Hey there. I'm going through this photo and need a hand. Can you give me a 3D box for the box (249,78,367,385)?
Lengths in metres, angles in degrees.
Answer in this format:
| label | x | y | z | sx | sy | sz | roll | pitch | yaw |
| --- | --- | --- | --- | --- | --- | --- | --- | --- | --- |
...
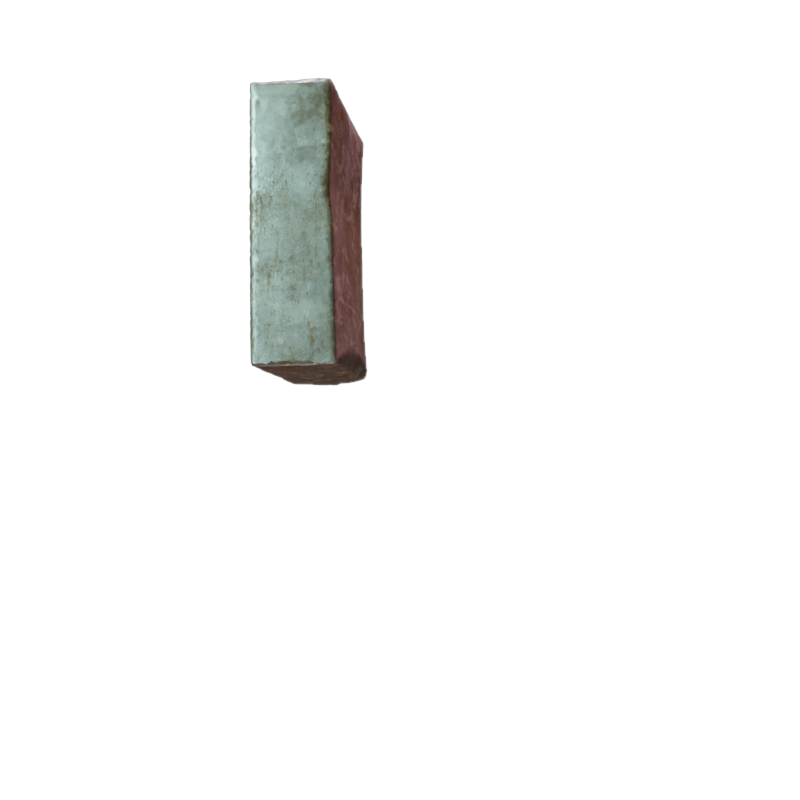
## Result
| label | x | y | z | sx | sy | sz | roll | pitch | yaw |
| --- | --- | --- | --- | --- | --- | --- | --- | --- | --- |
| box | -0.068 | -0.125 | 0.874 | 0.072 | 0.220 | 0.158 | -2 | -9 | 6 |
